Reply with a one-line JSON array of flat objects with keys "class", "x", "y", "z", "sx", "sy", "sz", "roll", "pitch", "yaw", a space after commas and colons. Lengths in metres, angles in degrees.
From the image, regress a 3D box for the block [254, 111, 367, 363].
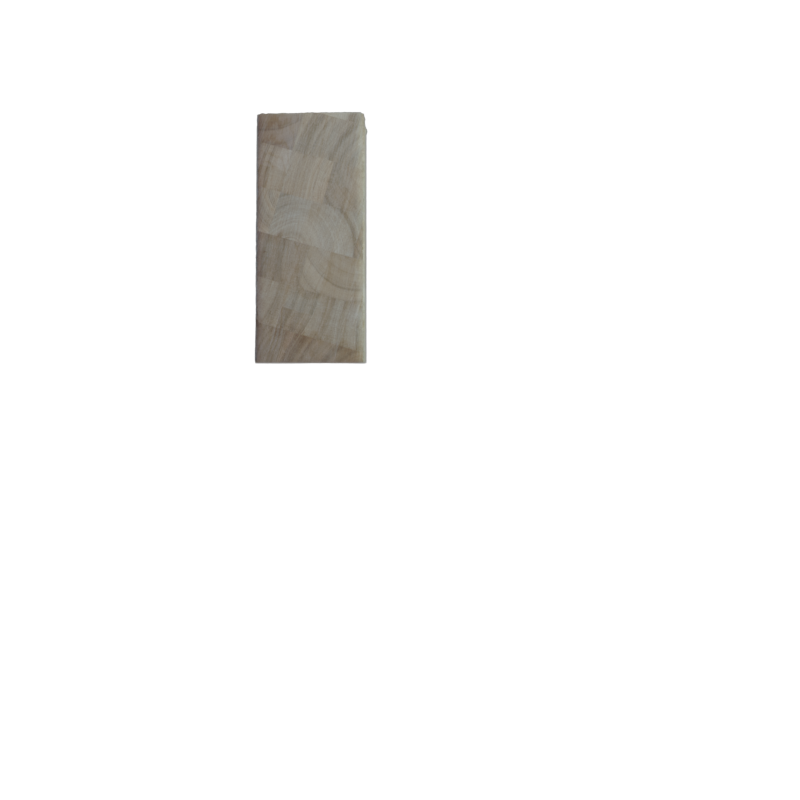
[{"class": "block", "x": -0.073, "y": -0.135, "z": 0.943, "sx": 0.090, "sy": 0.209, "sz": 0.089, "roll": -1, "pitch": -5, "yaw": 2}]
